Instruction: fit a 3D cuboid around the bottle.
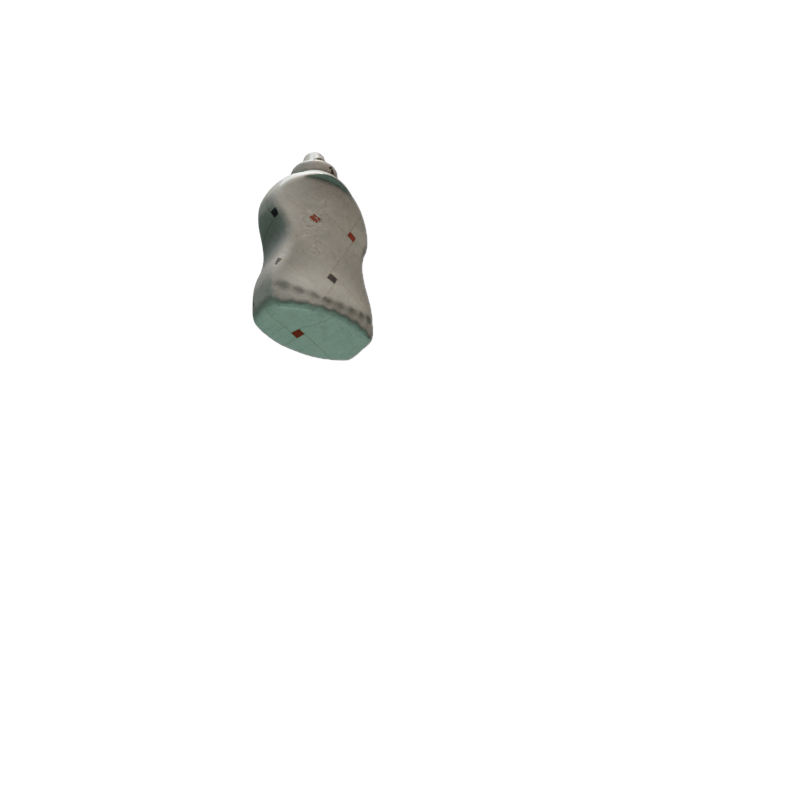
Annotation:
[{"bbox_3d":[-0.071,-0.130,0.907,0.092,0.206,0.057,20,-43,-26],"label":"bottle"}]
